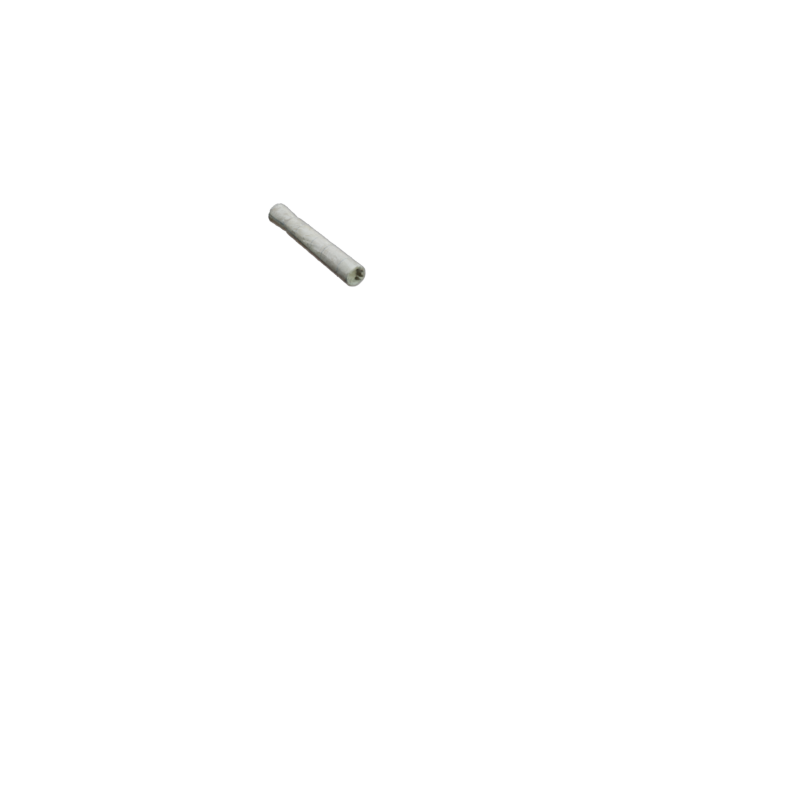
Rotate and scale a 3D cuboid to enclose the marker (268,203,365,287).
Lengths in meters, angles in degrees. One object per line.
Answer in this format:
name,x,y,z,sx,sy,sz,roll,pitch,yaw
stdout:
marker,-0.070,-0.128,0.897,0.019,0.019,0.130,-3,32,-39
